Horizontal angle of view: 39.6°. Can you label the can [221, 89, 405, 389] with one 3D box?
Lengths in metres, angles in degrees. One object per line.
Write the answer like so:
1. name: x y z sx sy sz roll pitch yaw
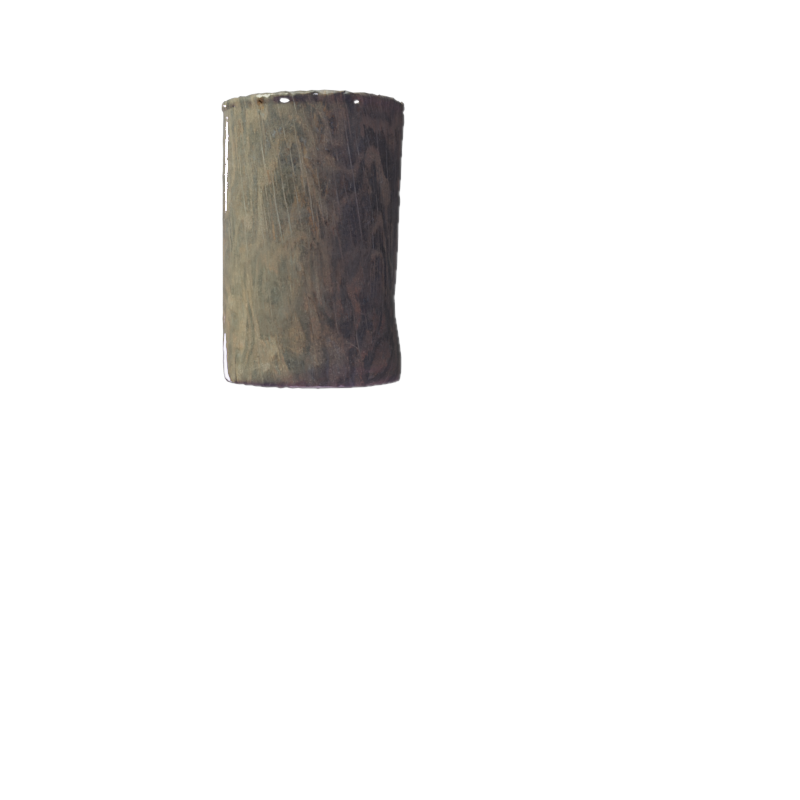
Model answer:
1. can: -0.032 -0.059 0.410 0.068 0.102 0.069 0 1 -2
